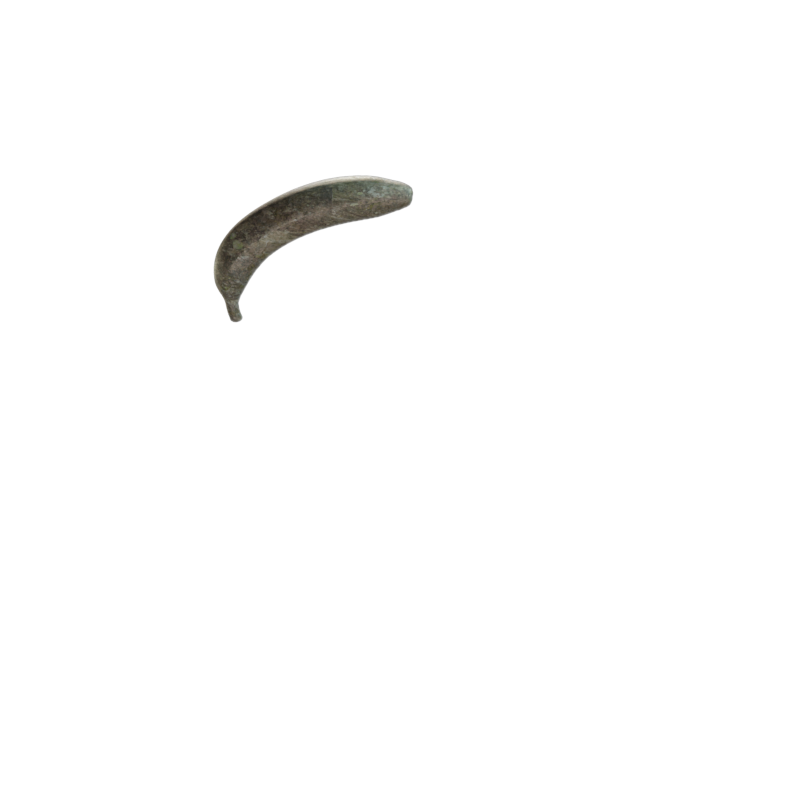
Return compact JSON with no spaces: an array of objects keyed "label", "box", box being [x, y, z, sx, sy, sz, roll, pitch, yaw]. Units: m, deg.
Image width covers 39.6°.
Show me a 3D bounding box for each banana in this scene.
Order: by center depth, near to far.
[{"label":"banana","box":[-0.085,-0.135,0.886,0.197,0.039,0.065,-30,-51,27]}]
